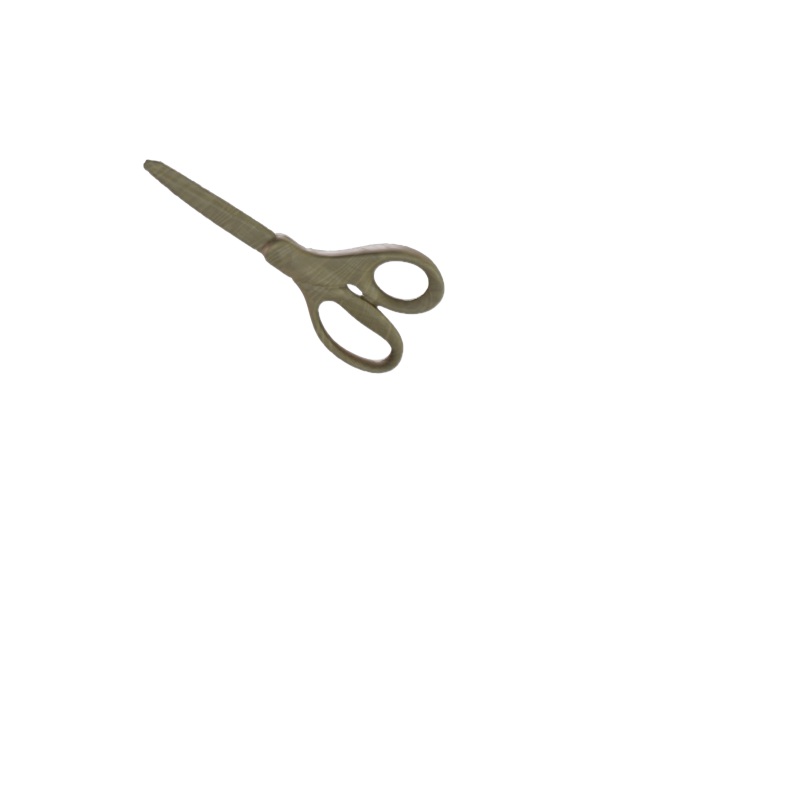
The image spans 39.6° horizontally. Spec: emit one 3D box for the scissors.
[{"bbox_3d":[-0.052,-0.095,0.665,0.096,0.191,0.017,-34,24,17],"label":"scissors"}]
